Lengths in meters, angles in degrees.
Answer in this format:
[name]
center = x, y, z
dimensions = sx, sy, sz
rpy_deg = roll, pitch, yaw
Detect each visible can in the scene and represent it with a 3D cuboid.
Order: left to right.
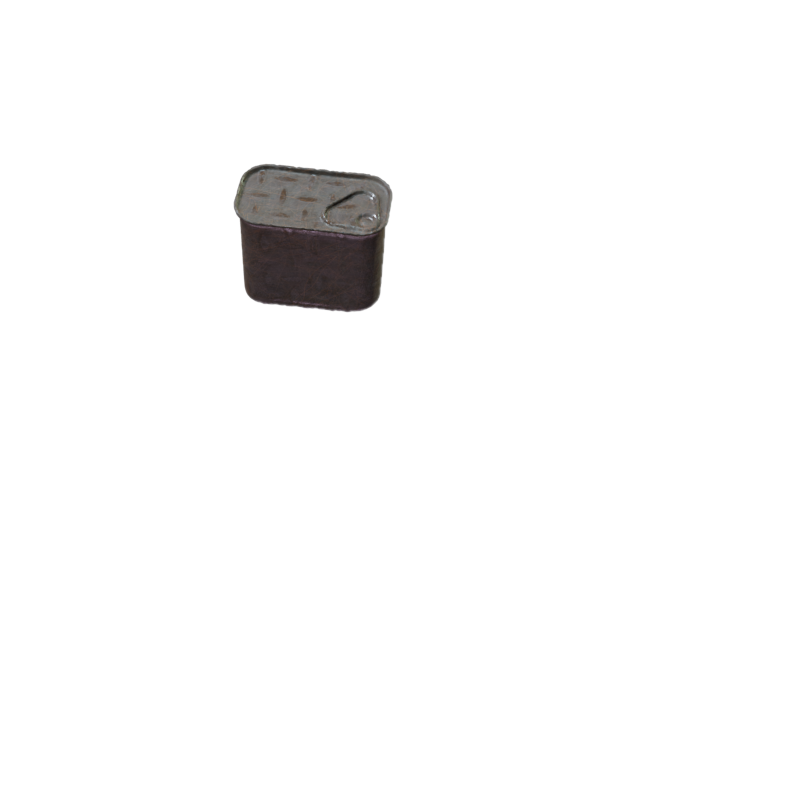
[can]
center = -0.059, -0.108, 0.754
dimensions = 0.103, 0.061, 0.078
rpy_deg = 7, -40, 4
